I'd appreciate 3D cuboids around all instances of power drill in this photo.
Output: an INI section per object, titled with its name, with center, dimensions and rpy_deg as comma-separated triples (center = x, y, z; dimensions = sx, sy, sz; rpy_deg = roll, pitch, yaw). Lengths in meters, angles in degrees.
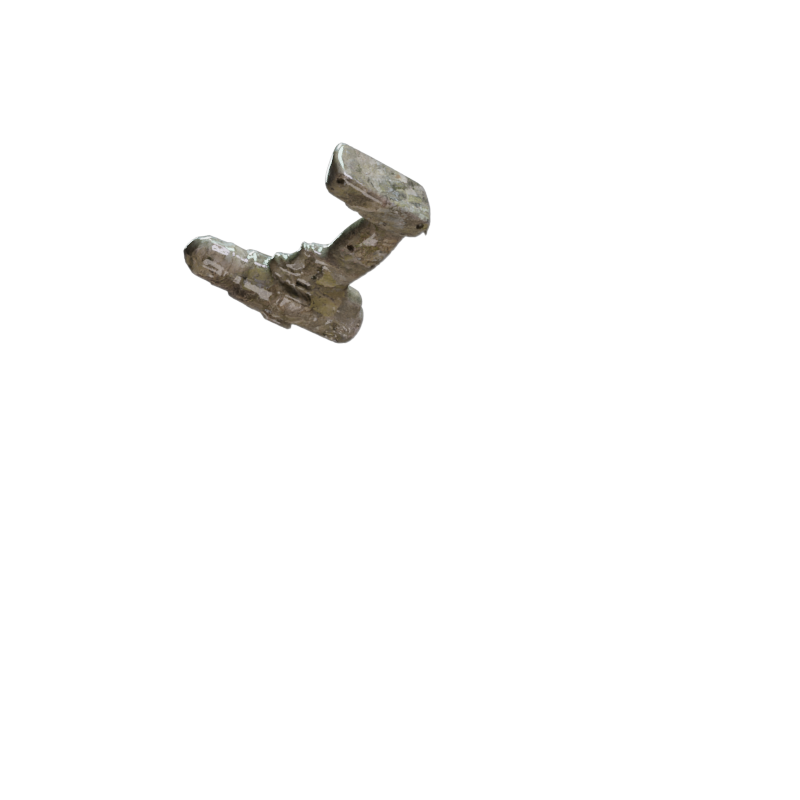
[power drill]
center = -0.078, -0.142, 0.994
dimensions = 0.176, 0.062, 0.183
rpy_deg = 25, -49, -25
